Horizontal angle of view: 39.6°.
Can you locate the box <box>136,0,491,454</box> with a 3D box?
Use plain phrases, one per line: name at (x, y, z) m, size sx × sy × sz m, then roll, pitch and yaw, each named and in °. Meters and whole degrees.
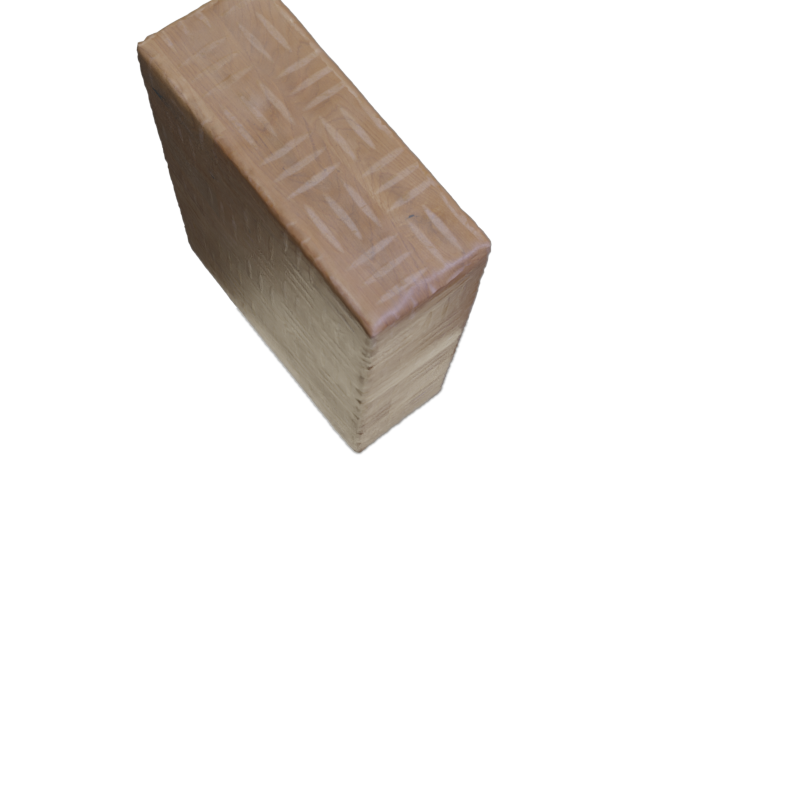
box at (-0.042, -0.077, 0.543) m, size 0.072 × 0.171 × 0.204 m, roll -35°, pitch -14°, yaw -13°
